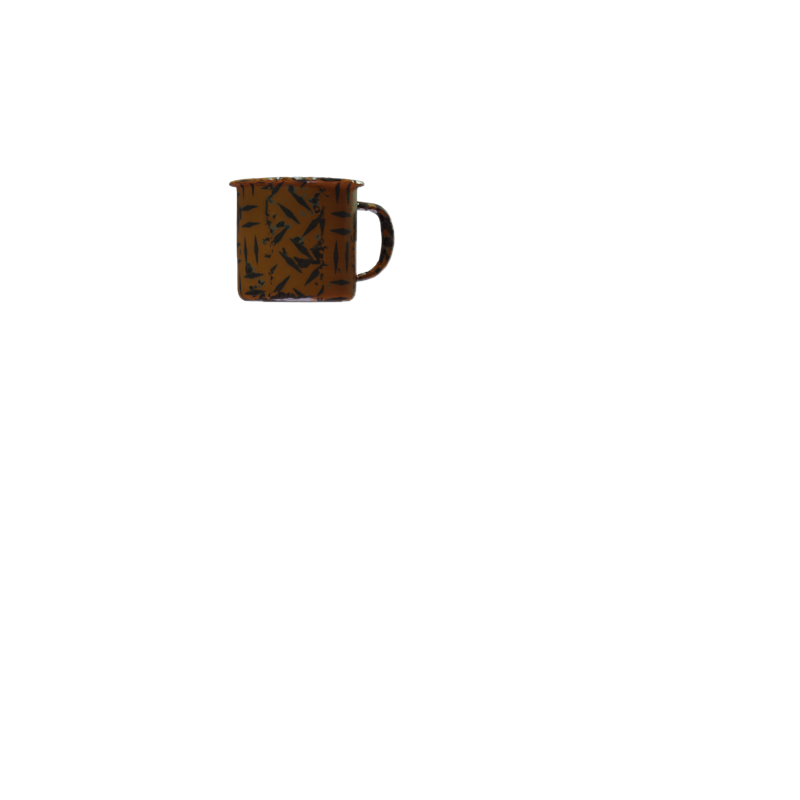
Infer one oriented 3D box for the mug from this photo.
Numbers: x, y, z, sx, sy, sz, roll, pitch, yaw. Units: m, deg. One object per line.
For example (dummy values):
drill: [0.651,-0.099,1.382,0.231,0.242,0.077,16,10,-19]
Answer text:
mug: [-0.060,-0.109,0.761,0.114,0.081,0.096,-2,4,-22]
